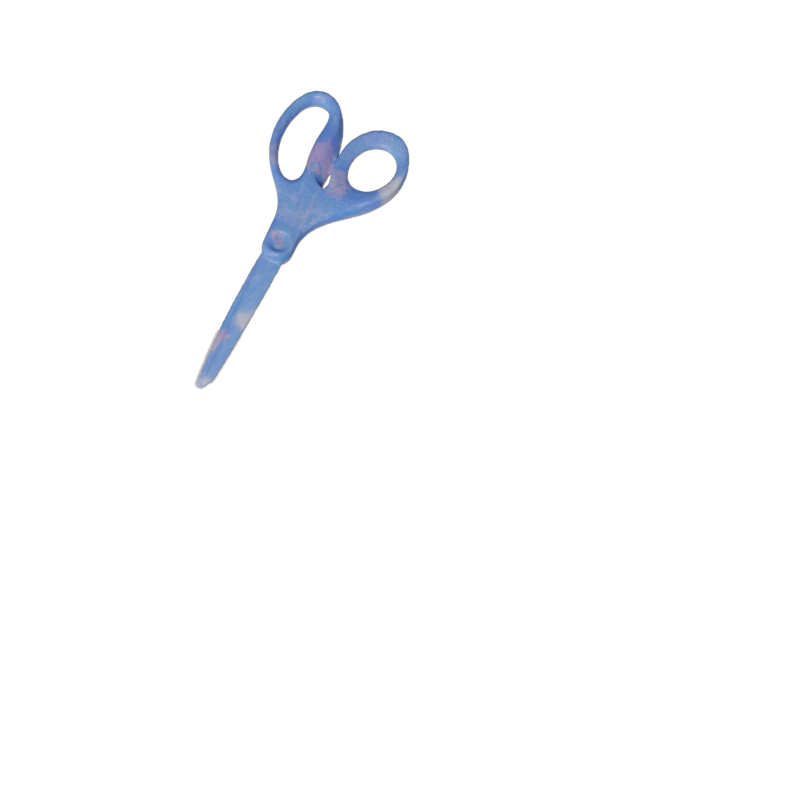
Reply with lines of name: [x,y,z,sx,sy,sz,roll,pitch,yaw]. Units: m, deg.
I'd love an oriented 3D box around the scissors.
scissors: [-0.052,-0.094,0.660,0.097,0.211,0.015,8,-23,3]
